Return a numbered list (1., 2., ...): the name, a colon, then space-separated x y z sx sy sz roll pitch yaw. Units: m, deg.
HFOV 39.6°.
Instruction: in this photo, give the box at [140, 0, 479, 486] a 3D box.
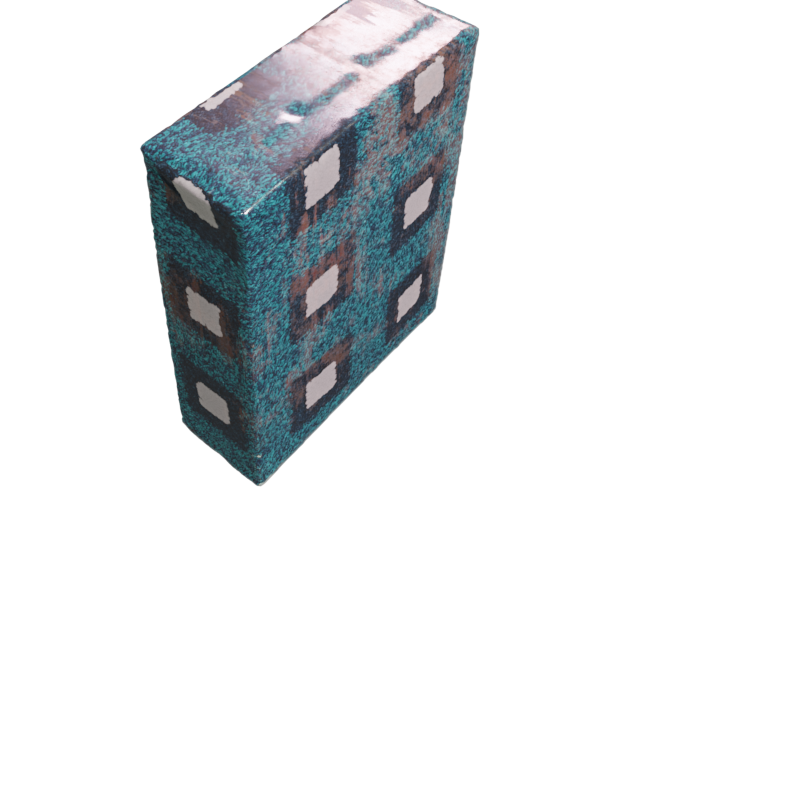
1. box: -0.044 -0.081 0.567 0.076 0.167 0.199 33 -33 20
